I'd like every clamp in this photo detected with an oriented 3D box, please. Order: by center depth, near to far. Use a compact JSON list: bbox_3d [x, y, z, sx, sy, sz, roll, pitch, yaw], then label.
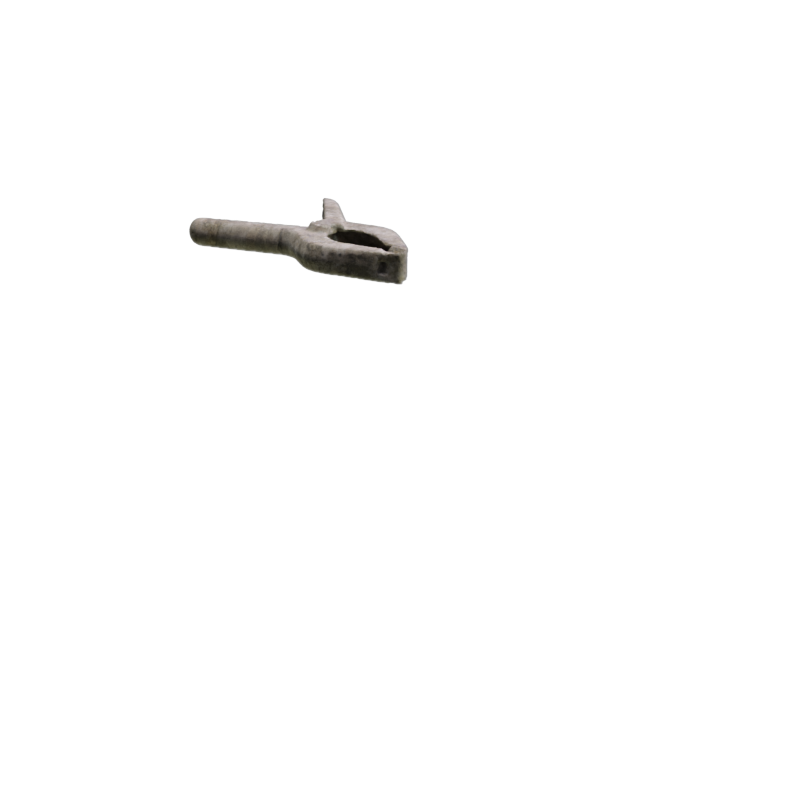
[{"bbox_3d":[-0.076,-0.138,0.969,0.161,0.035,0.224,-14,26,-30],"label":"clamp"}]
